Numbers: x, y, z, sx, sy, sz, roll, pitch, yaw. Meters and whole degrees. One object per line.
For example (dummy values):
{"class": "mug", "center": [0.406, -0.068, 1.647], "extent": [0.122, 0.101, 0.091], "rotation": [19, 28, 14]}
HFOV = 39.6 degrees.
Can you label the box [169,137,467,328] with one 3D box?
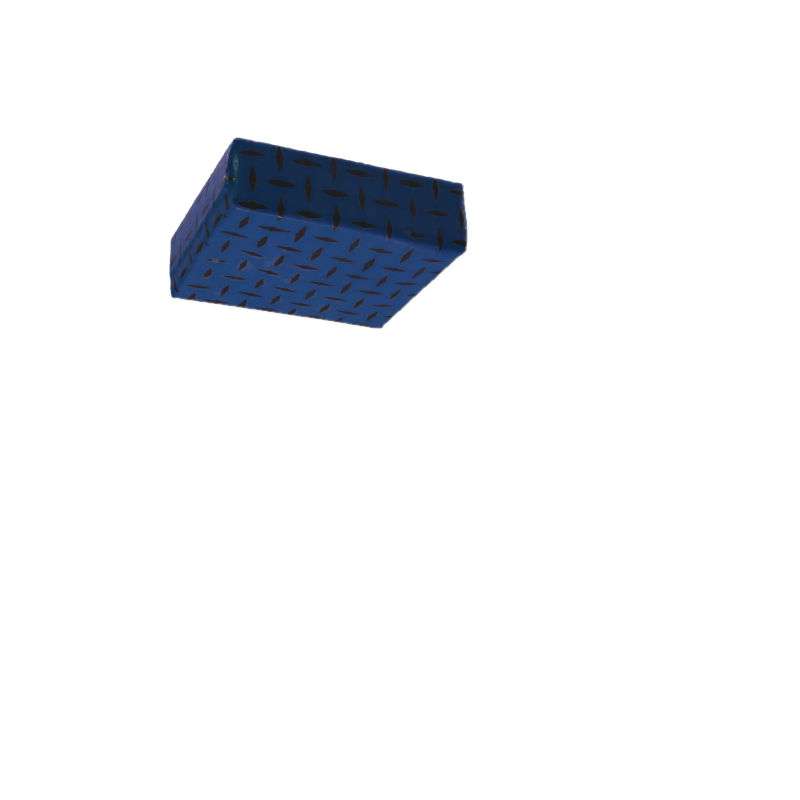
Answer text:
{"class": "box", "center": [-0.039, -0.072, 0.504], "extent": [0.109, 0.041, 0.088], "rotation": [10, -26, -23]}
